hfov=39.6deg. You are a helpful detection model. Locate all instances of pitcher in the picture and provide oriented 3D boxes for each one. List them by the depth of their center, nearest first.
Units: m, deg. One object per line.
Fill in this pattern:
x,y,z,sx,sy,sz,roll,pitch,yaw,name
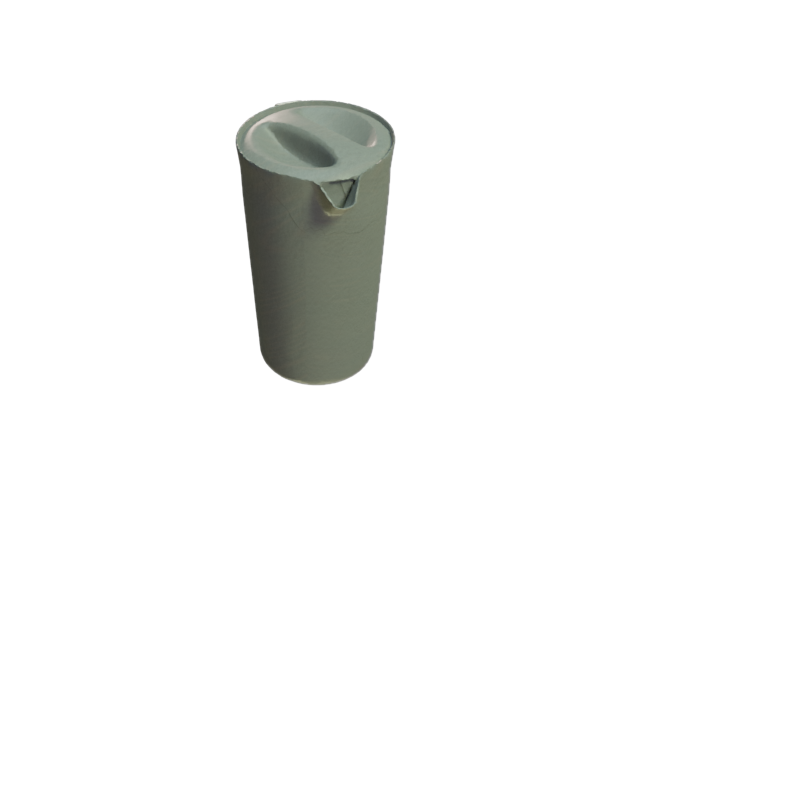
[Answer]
-0.078,-0.142,0.996,0.150,0.227,0.154,18,41,18,pitcher
